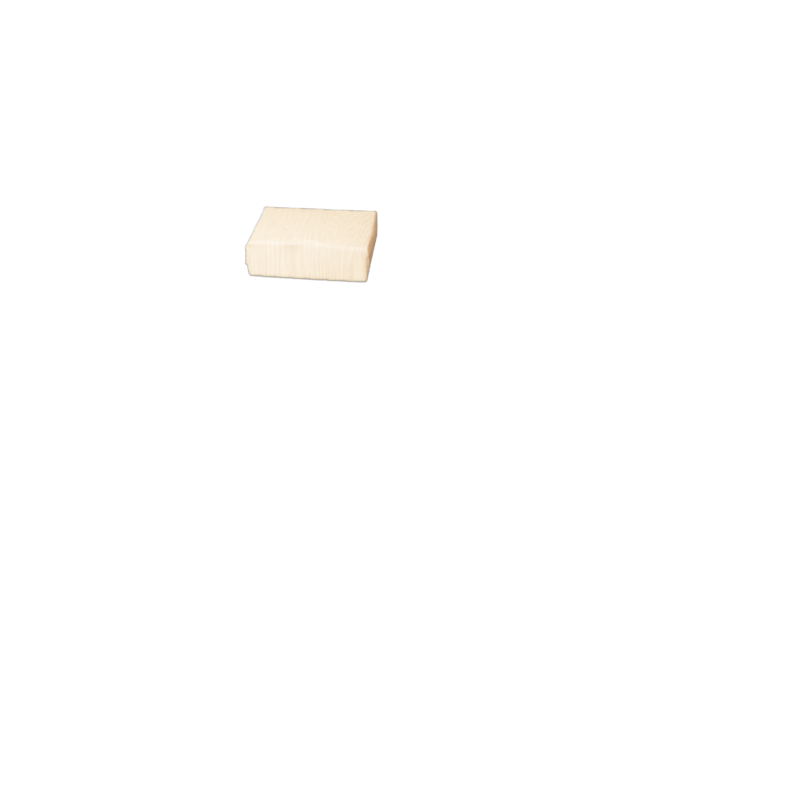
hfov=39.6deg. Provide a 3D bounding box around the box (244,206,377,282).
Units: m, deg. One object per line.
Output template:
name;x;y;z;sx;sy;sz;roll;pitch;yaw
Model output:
box;-0.064;-0.116;0.815;0.090;0.028;0.077;3;29;6
